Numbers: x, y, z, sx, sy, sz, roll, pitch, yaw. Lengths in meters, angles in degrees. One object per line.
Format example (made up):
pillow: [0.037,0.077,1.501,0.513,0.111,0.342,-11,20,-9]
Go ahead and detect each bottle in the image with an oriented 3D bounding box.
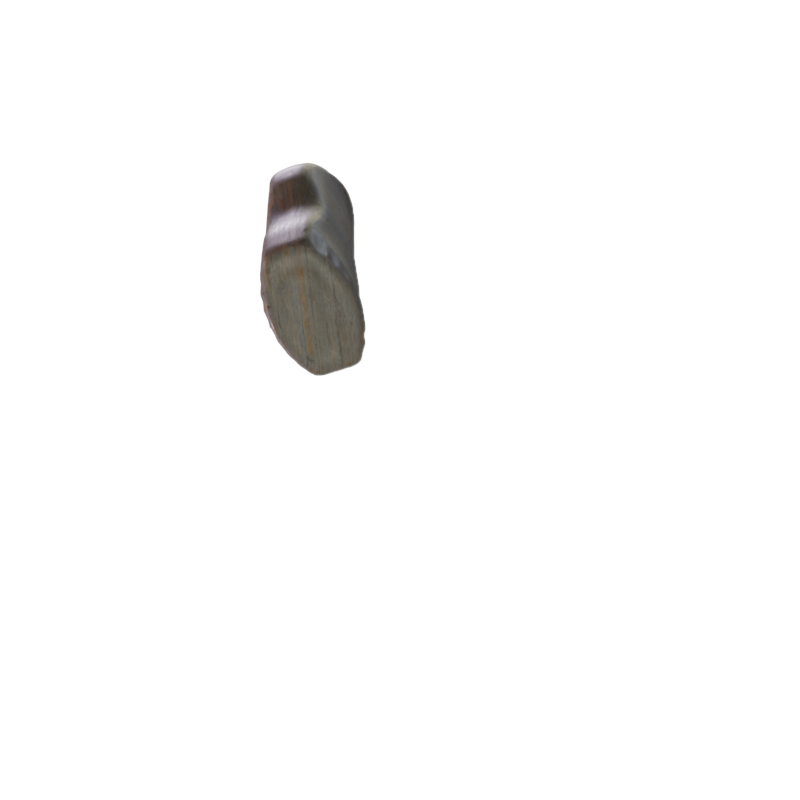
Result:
bottle: [-0.060,-0.108,0.758,0.059,0.090,0.204,-20,33,9]
